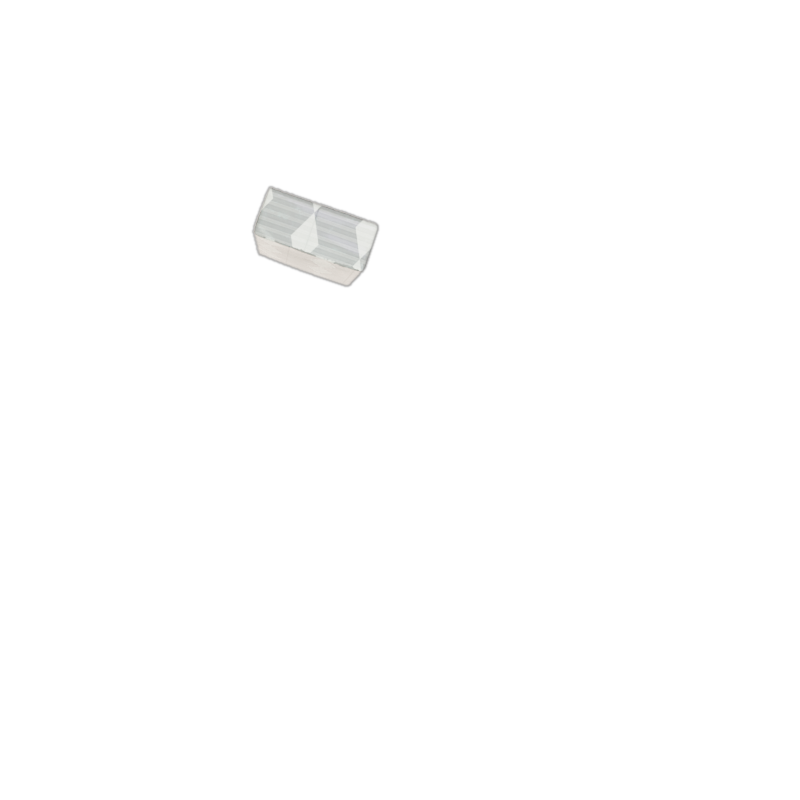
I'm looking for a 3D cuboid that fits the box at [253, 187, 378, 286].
[{"bbox_3d":[-0.073,-0.133,0.935,0.093,0.048,0.177,19,2,-4],"label":"box"}]
